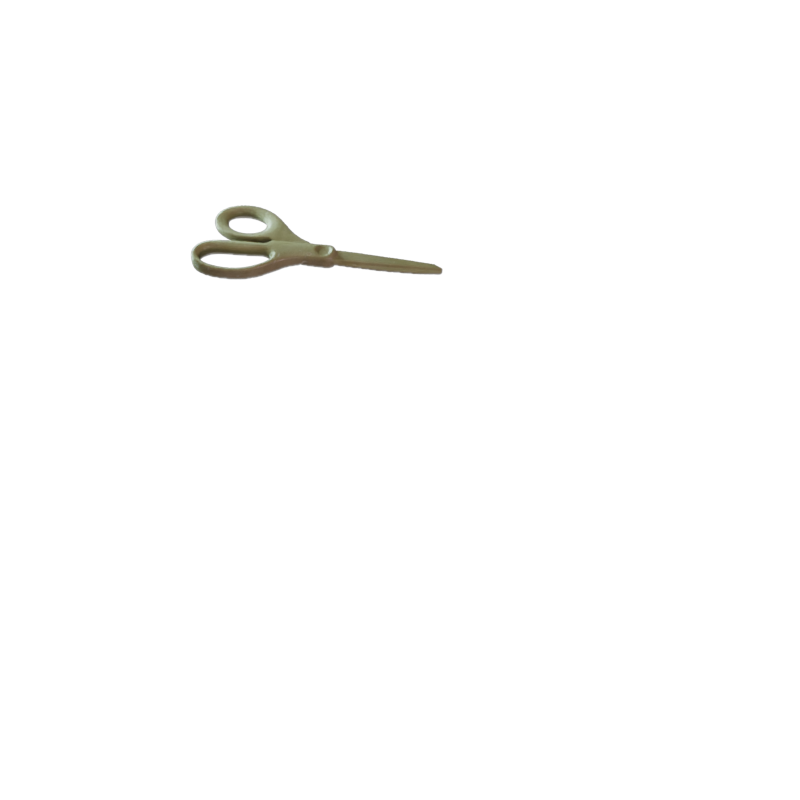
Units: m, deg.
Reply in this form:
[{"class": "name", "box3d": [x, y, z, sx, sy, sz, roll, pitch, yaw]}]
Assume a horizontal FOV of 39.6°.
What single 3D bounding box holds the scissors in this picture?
[{"class": "scissors", "box3d": [-0.072, -0.131, 0.920, 0.201, 0.015, 0.104, -3, 44, -4]}]
